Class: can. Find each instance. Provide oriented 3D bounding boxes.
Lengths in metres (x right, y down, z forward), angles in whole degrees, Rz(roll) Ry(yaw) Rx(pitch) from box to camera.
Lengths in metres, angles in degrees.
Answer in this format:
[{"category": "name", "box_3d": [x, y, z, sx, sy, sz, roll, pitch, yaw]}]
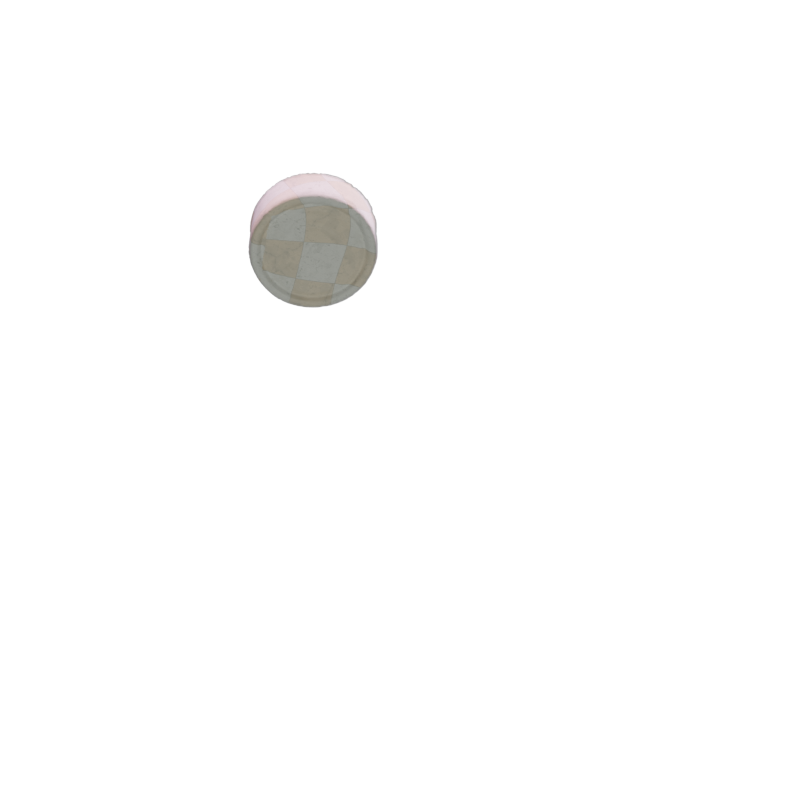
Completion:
[{"category": "can", "box_3d": [-0.057, -0.105, 0.733, 0.086, 0.081, 0.036, 1, 29, -1]}]
